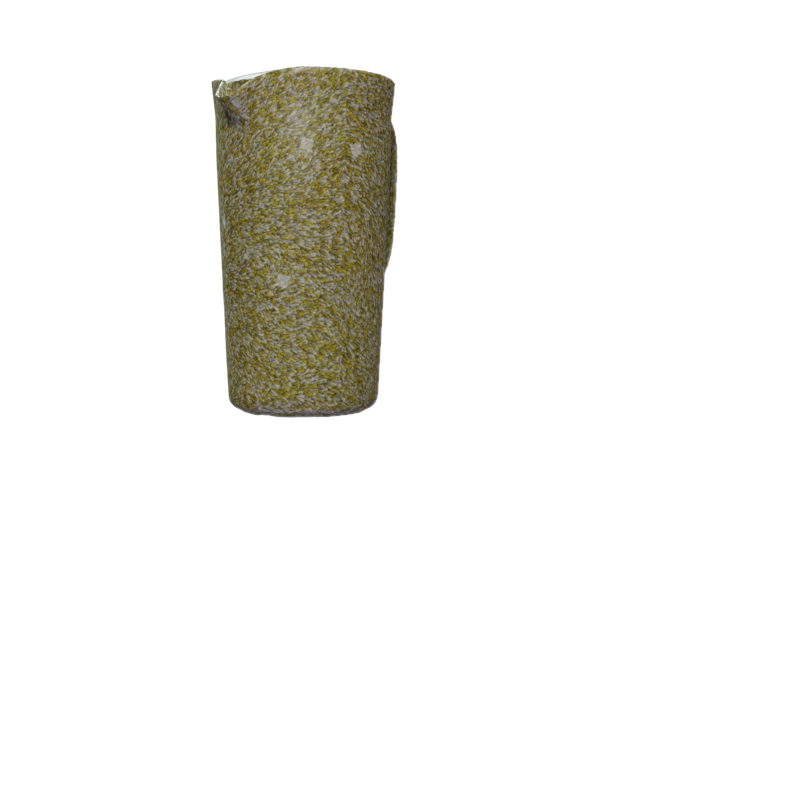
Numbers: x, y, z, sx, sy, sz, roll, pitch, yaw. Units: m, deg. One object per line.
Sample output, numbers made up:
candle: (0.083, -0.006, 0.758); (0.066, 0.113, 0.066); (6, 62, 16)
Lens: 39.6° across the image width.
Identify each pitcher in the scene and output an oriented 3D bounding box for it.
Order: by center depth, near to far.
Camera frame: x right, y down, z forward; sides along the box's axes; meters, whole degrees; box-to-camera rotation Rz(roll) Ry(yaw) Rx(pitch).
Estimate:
pitcher: (-0.063, -0.116, 0.810); (0.147, 0.244, 0.146); (0, 0, -9)
